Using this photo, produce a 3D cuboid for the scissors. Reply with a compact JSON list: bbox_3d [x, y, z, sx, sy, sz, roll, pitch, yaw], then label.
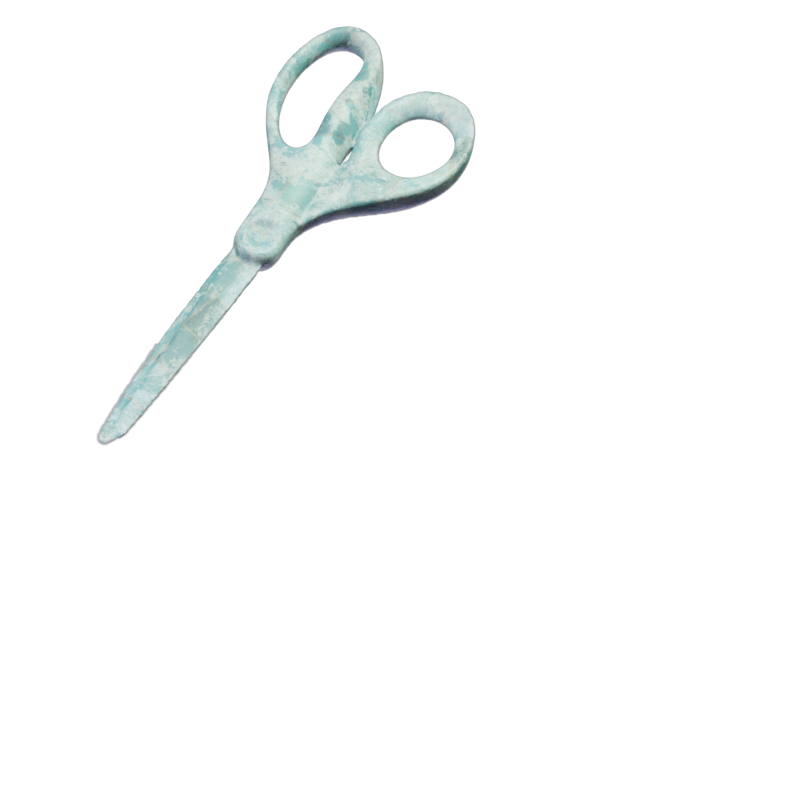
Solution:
[{"bbox_3d":[-0.034,-0.062,0.431,0.098,0.210,0.015,15,-25,7],"label":"scissors"}]
